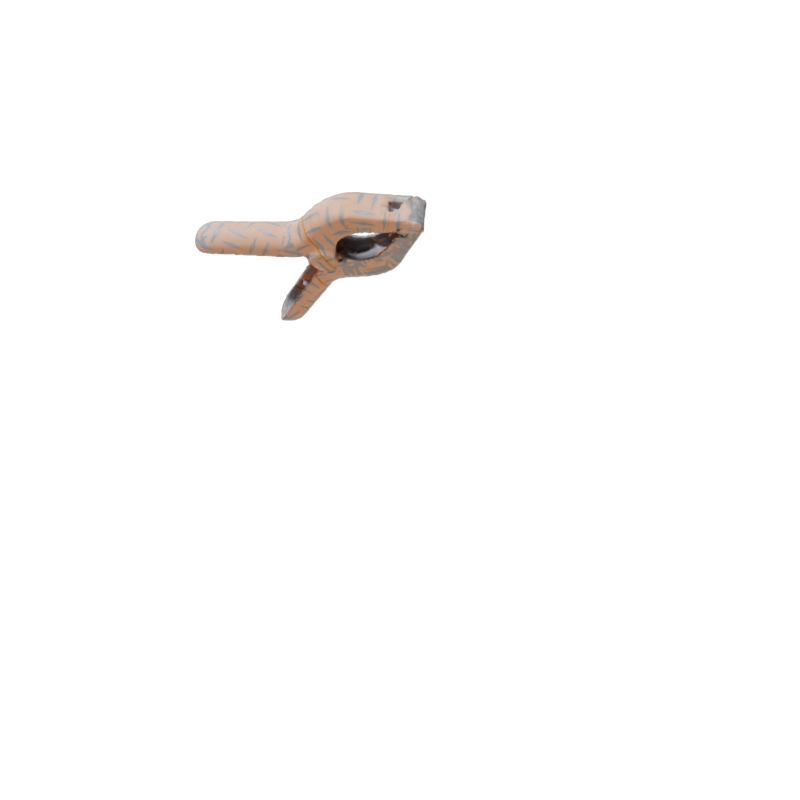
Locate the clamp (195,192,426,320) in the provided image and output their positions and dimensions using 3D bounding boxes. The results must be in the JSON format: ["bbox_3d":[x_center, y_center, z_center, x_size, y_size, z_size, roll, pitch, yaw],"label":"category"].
[{"bbox_3d":[-0.064,-0.116,0.813,0.172,0.042,0.112,-24,-37,36],"label":"clamp"}]
